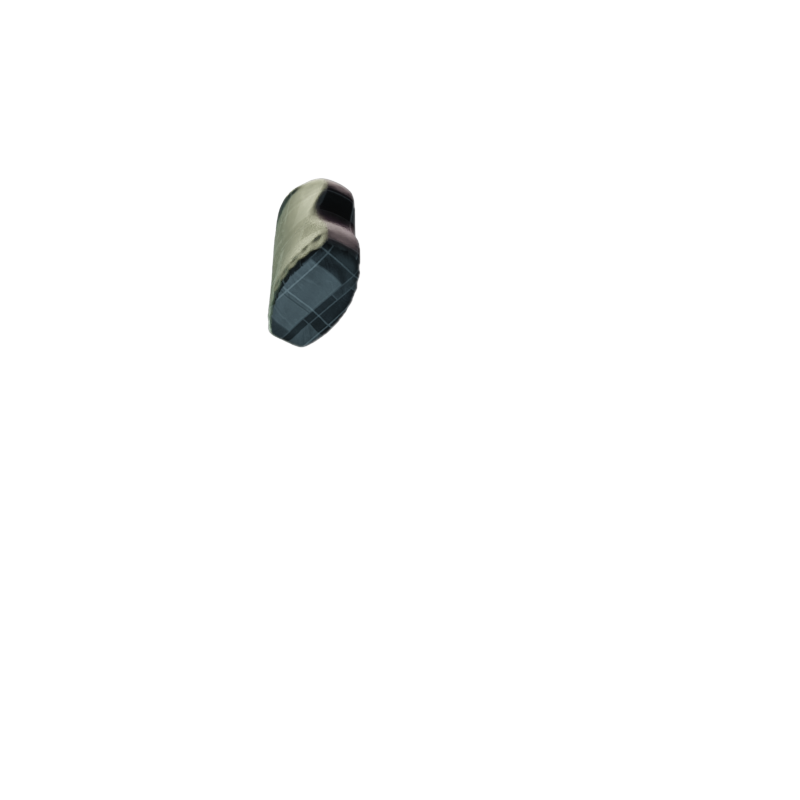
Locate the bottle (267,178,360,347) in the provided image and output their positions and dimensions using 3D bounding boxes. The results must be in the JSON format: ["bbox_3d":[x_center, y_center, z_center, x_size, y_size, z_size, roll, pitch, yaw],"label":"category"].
[{"bbox_3d":[-0.073,-0.133,0.933,0.056,0.093,0.204,24,29,-19],"label":"bottle"}]
